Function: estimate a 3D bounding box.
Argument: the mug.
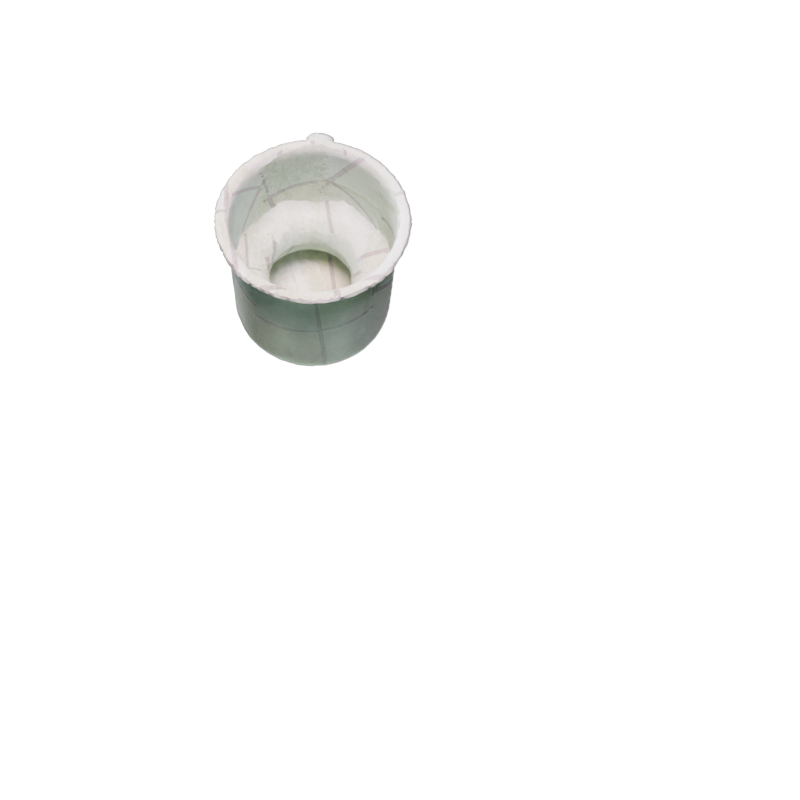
[{"bbox_3d":[-0.044,-0.080,0.562,0.093,0.125,0.077,0,-30,-2],"label":"mug"}]
